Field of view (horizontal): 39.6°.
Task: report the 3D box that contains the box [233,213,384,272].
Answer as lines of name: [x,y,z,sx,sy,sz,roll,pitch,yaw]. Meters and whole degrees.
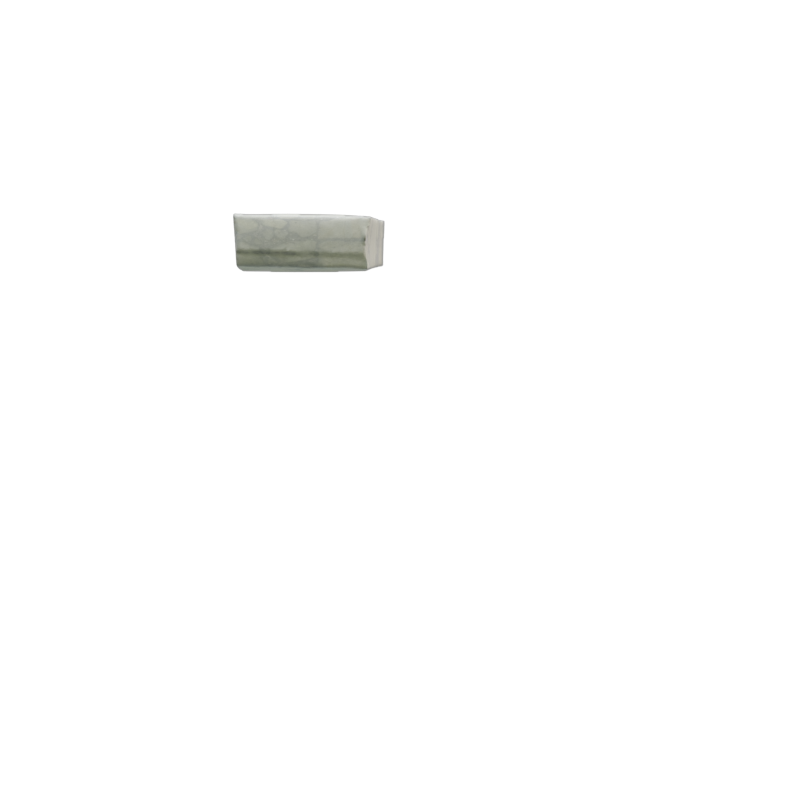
box: [-0.059,-0.108,0.756,0.091,0.038,0.114,1,9,5]
